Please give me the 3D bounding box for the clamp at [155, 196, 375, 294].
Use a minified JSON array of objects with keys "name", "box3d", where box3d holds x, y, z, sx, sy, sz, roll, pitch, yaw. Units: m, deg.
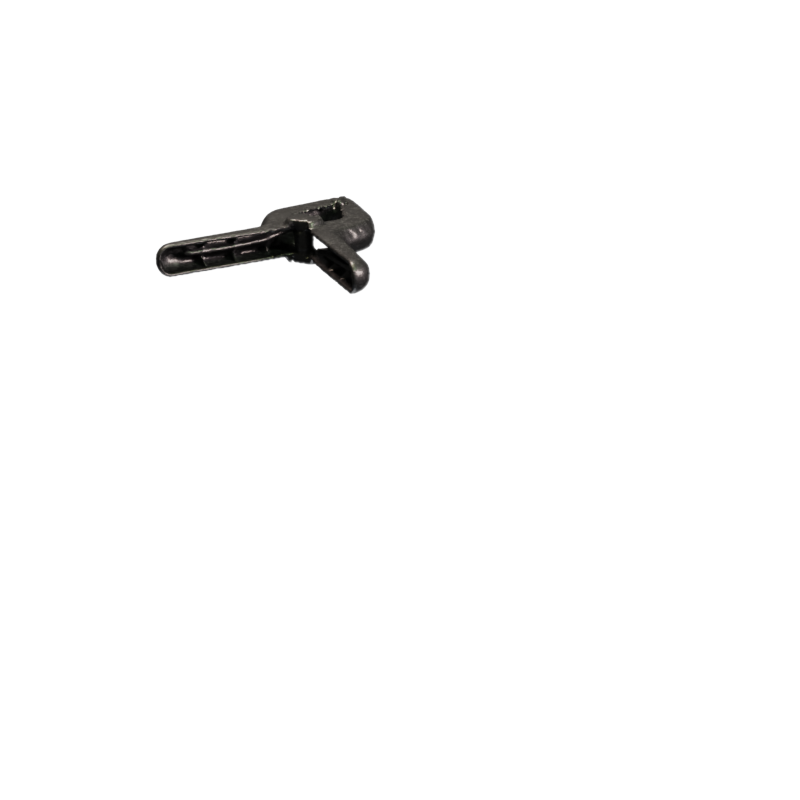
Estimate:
[{"name":"clamp","box3d":[-0.068,-0.125,0.873,0.171,0.035,0.211,10,24,23]}]
